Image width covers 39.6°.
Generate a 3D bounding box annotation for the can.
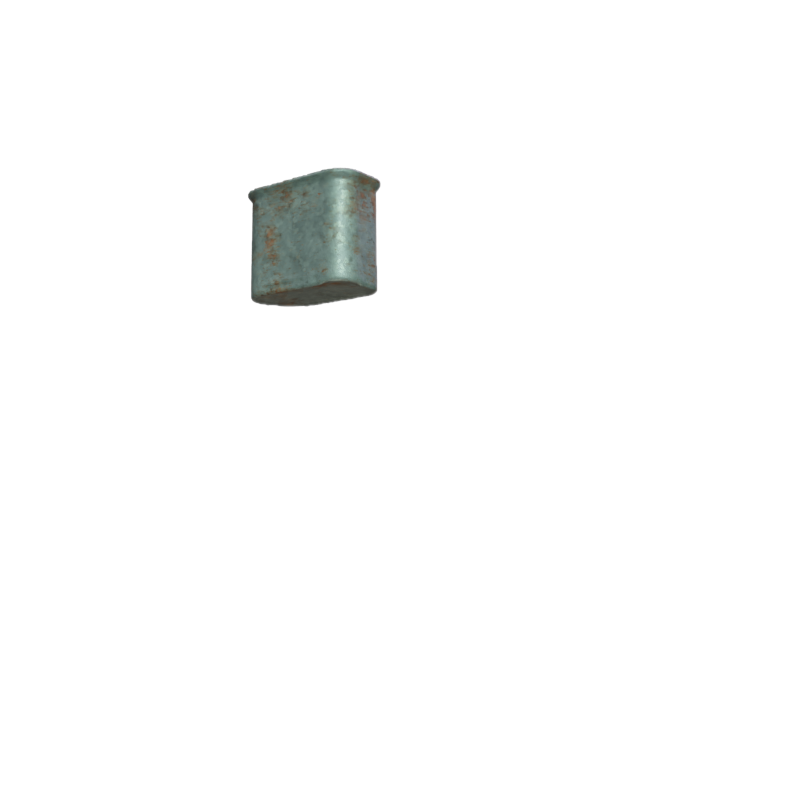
[{"bbox_3d":[-0.064,-0.117,0.821,0.104,0.087,0.054,-9,-15,36],"label":"can"}]
